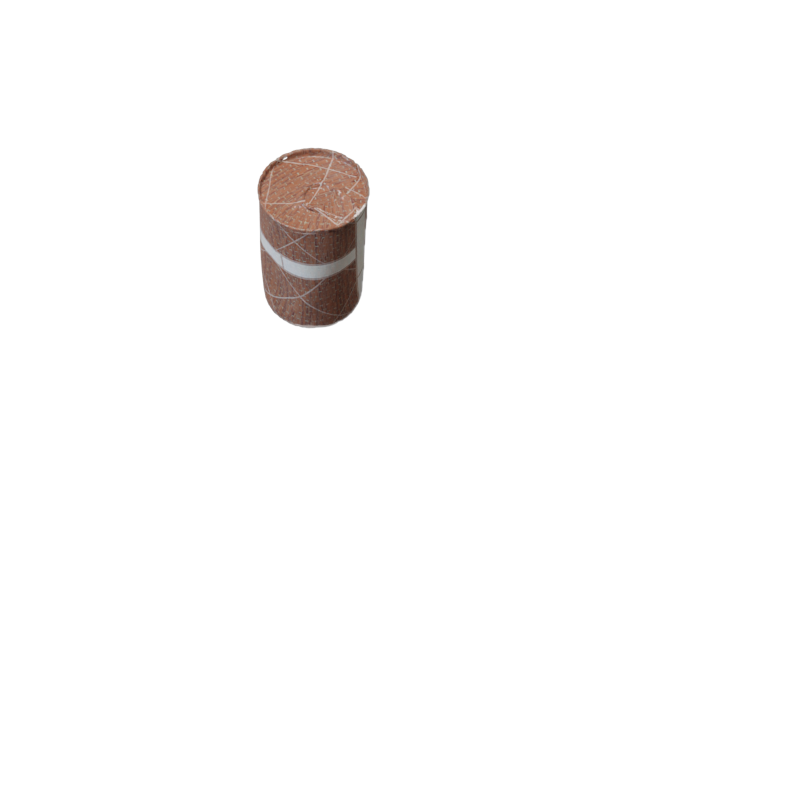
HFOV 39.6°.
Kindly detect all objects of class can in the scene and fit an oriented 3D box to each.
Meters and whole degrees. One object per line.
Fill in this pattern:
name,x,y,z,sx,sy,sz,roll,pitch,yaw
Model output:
can,-0.055,-0.101,0.707,0.068,0.073,0.095,0,-36,-3
